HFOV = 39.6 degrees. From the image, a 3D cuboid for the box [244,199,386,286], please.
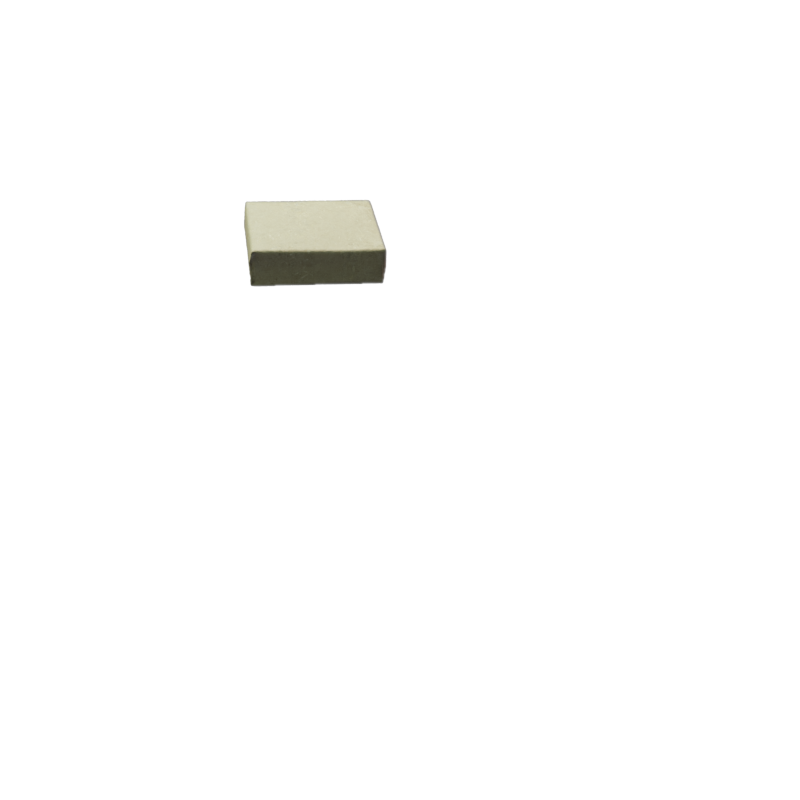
[{"bbox_3d":[-0.073,-0.133,0.933,0.113,0.036,0.096,-4,34,-7],"label":"box"}]
